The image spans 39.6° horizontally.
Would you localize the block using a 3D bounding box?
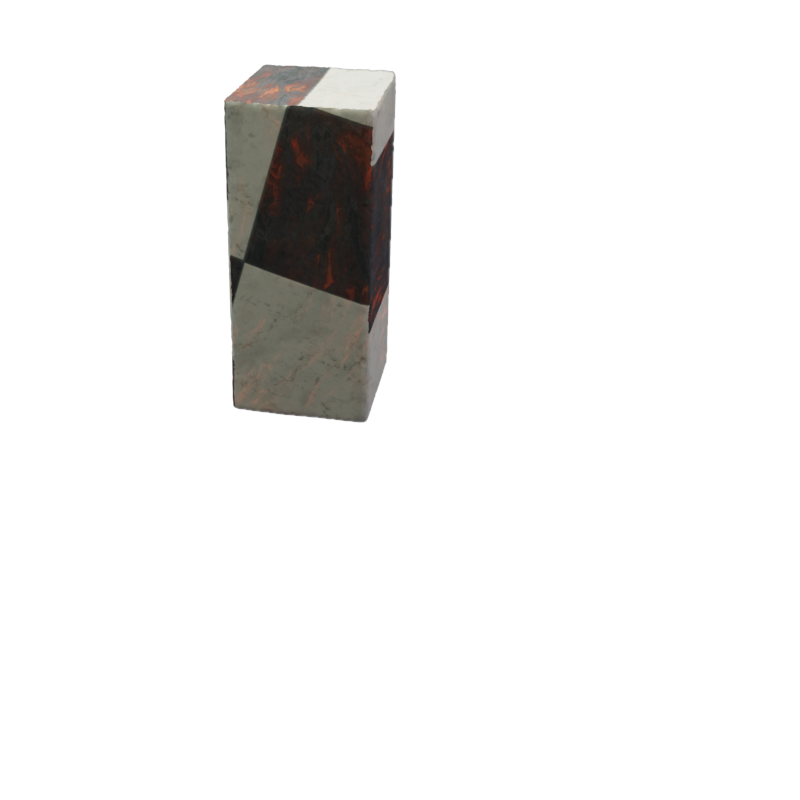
[{"bbox_3d":[-0.055,-0.101,0.707,0.092,0.196,0.094,6,25,9],"label":"block"}]
